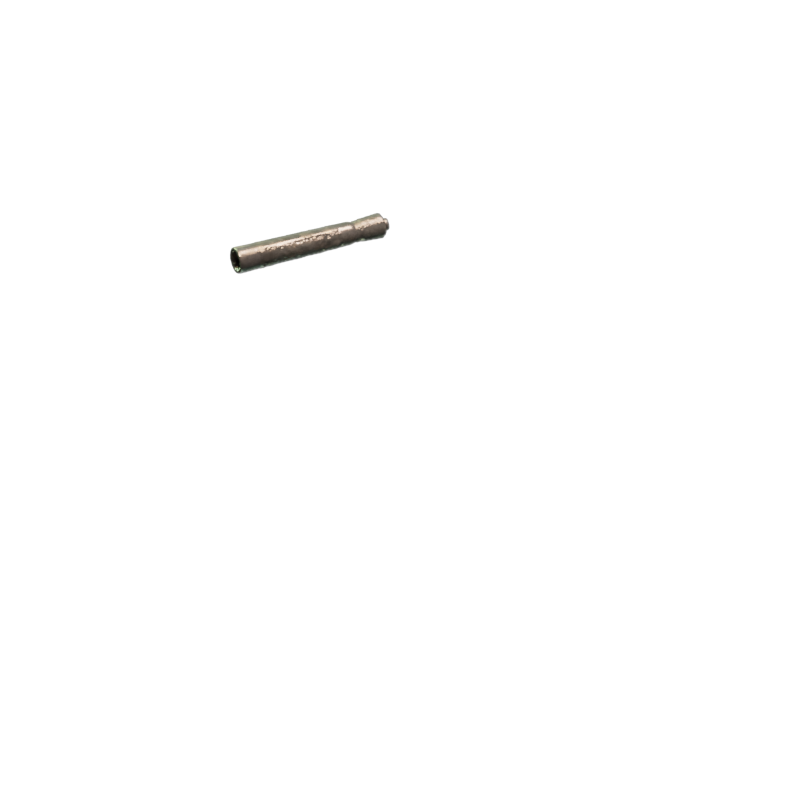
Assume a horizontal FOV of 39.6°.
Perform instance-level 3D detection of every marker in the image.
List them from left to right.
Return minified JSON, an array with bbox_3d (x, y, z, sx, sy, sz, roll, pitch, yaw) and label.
[{"bbox_3d":[-0.061,-0.111,0.781,0.119,0.019,0.020,-18,12,-25],"label":"marker"}]
